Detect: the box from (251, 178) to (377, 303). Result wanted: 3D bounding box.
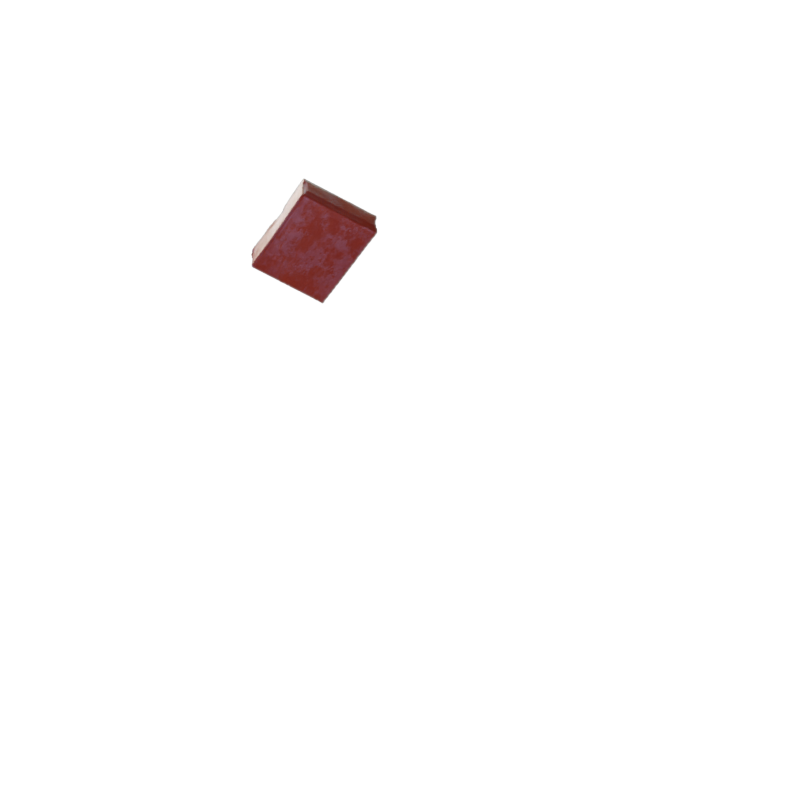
[{"bbox_3d":[-0.074,-0.134,0.938,0.070,0.087,0.032,27,33,-20],"label":"box"}]
